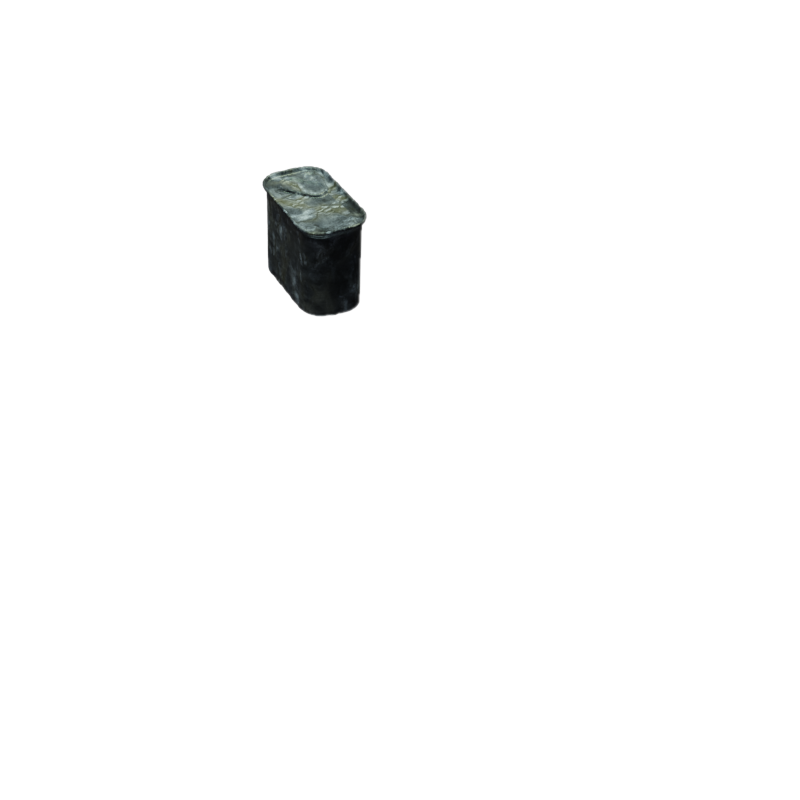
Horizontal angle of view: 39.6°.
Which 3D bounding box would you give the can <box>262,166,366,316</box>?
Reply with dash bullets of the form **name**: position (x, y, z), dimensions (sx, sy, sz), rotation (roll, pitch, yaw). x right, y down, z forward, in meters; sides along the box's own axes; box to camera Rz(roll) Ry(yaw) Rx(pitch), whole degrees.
- **can**: position (-0.070, -0.128, 0.897), dimensions (0.057, 0.078, 0.110), rotation (-16, 41, -22)
